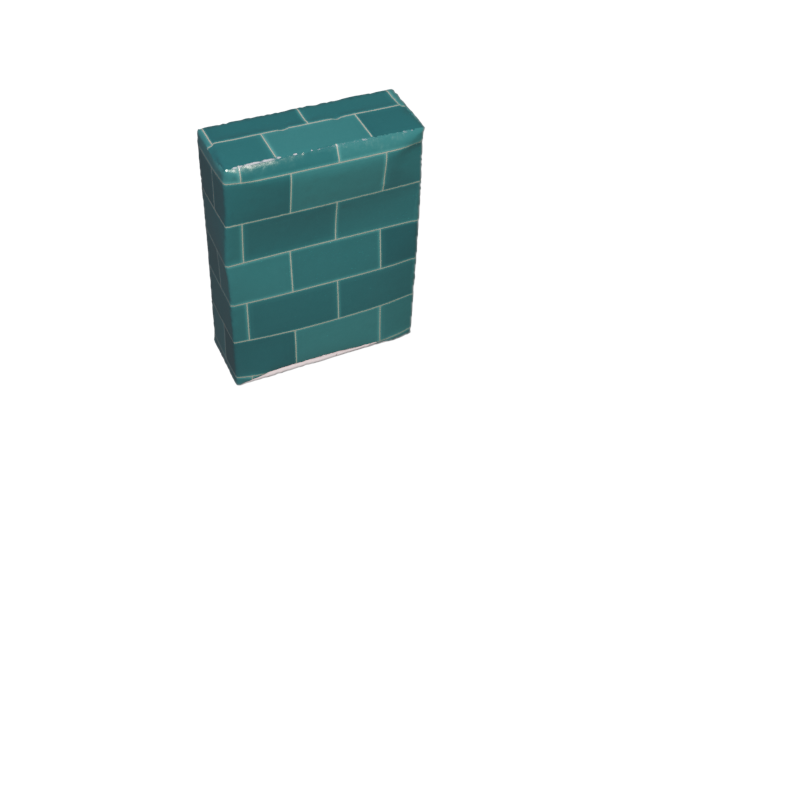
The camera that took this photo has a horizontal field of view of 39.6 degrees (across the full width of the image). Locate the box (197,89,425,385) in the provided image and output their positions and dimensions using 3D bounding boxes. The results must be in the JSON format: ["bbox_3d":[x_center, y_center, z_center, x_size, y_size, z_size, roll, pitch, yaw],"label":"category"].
[{"bbox_3d":[-0.070,-0.127,0.888,0.162,0.199,0.078,-16,45,-19],"label":"box"}]
